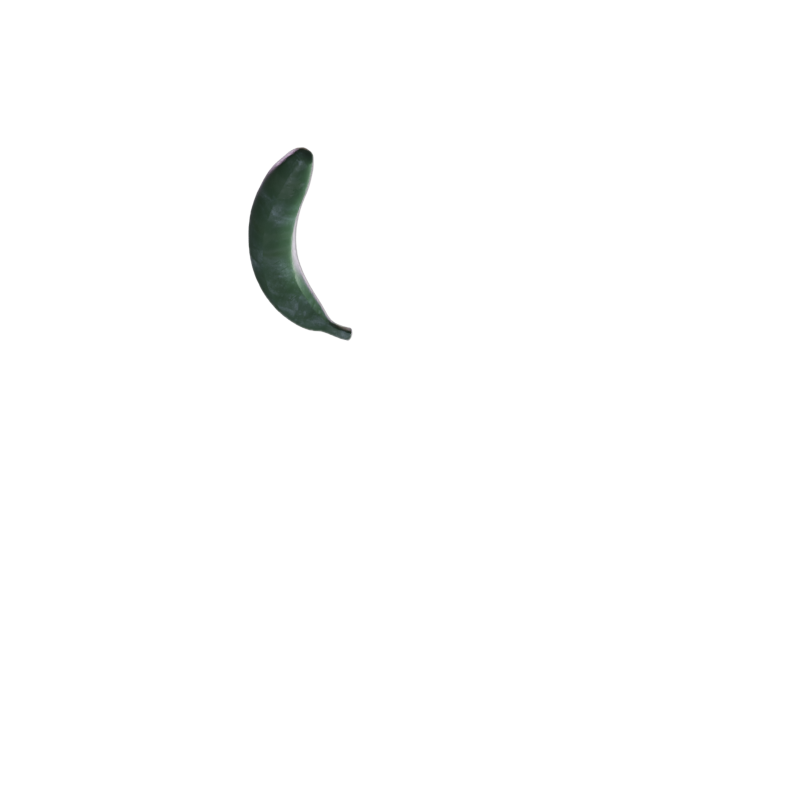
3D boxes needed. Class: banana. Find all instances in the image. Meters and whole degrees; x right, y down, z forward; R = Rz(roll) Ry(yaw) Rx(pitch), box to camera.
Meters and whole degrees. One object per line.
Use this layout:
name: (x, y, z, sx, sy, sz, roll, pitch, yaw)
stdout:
banana: (-0.086, -0.120, 0.876, 0.070, 0.039, 0.183, -6, -44, 6)
